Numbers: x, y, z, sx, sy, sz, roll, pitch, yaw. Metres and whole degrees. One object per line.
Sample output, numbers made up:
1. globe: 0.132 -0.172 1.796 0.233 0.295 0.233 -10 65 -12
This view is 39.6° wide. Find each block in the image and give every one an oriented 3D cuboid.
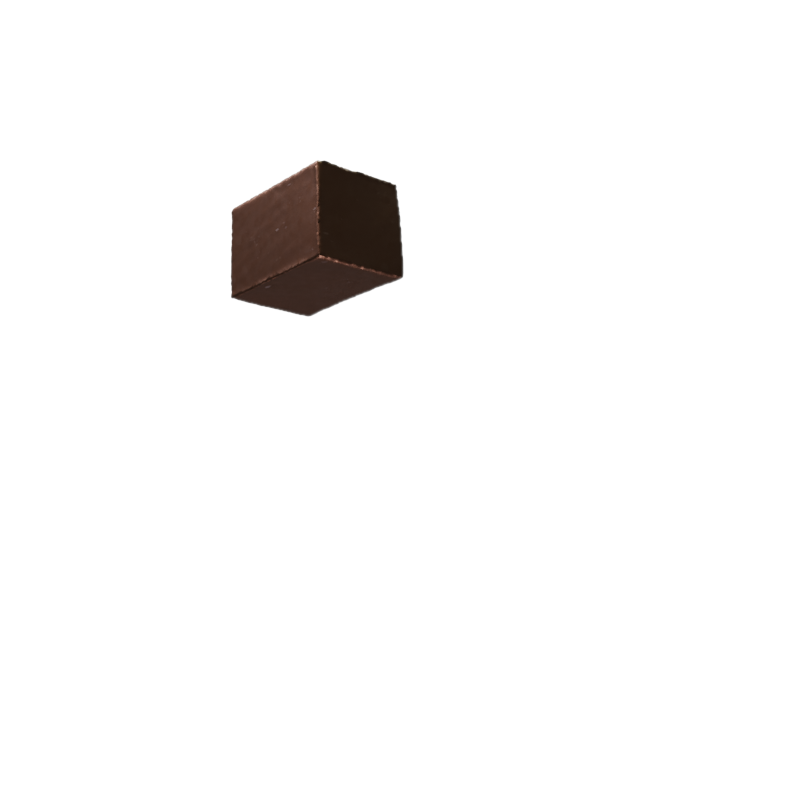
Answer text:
1. block: -0.044 -0.080 0.559 0.050 0.054 0.079 14 -22 -39
